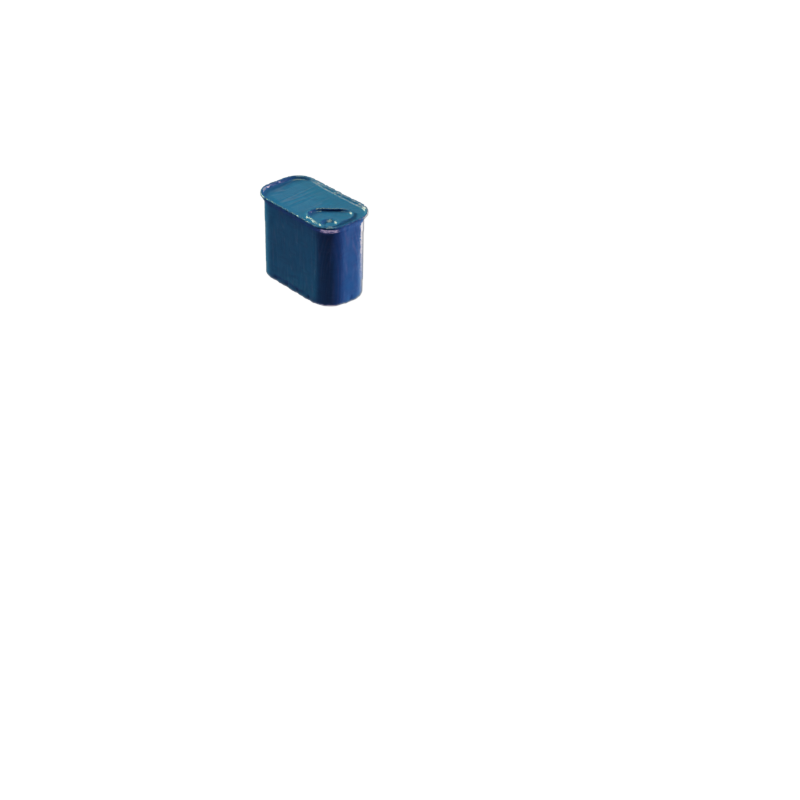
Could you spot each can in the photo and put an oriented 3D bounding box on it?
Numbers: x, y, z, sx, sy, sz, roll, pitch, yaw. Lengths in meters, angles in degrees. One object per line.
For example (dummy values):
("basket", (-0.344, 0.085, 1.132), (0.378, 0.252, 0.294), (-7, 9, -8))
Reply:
("can", (-0.077, -0.140, 0.984), (0.057, 0.079, 0.109), (-25, 42, -35))
